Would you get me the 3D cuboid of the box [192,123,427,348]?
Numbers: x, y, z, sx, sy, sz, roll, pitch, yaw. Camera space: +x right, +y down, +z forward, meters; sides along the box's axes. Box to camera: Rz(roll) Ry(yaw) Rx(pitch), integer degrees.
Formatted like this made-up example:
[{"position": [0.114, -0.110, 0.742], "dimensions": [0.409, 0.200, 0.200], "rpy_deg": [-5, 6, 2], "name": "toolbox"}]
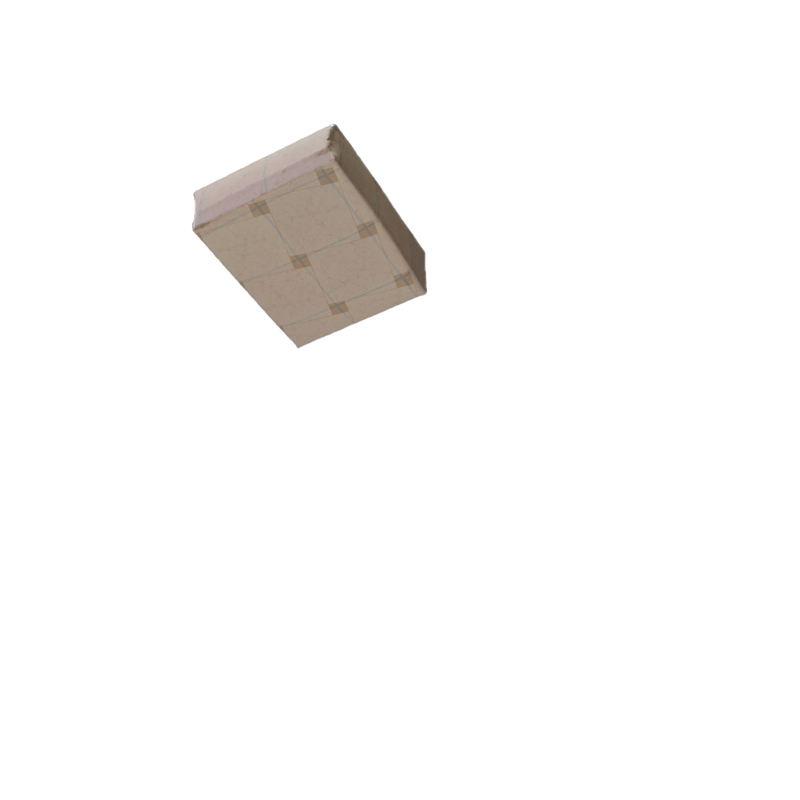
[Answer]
[{"position": [-0.048, -0.088, 0.614], "dimensions": [0.090, 0.042, 0.105], "rpy_deg": [-22, -50, 19], "name": "box"}]
